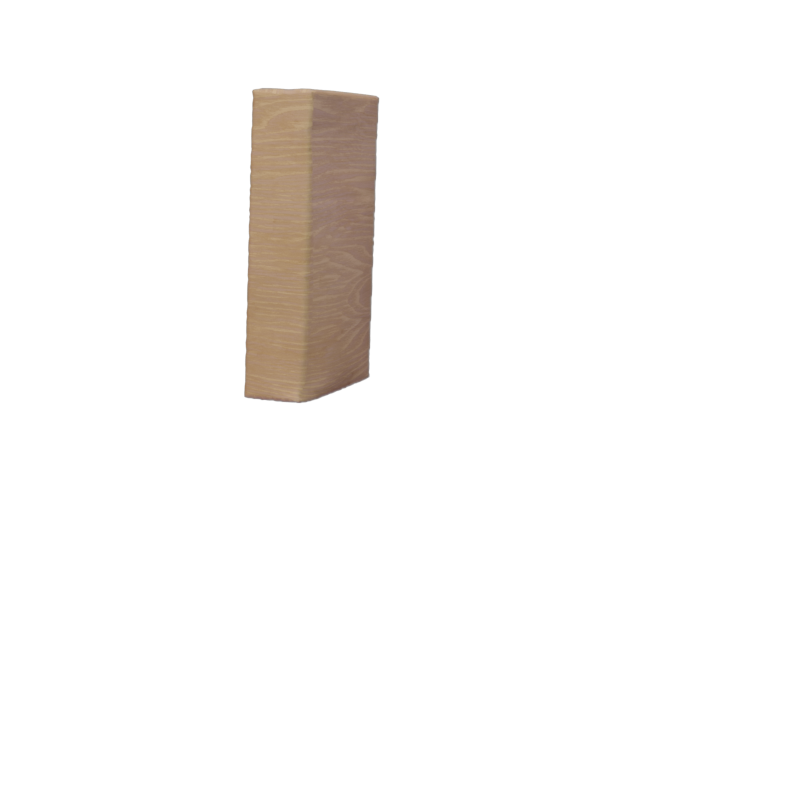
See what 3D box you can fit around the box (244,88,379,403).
[{"bbox_3d":[-0.051,-0.093,0.653,0.050,0.174,0.091,2,6,24],"label":"box"}]
